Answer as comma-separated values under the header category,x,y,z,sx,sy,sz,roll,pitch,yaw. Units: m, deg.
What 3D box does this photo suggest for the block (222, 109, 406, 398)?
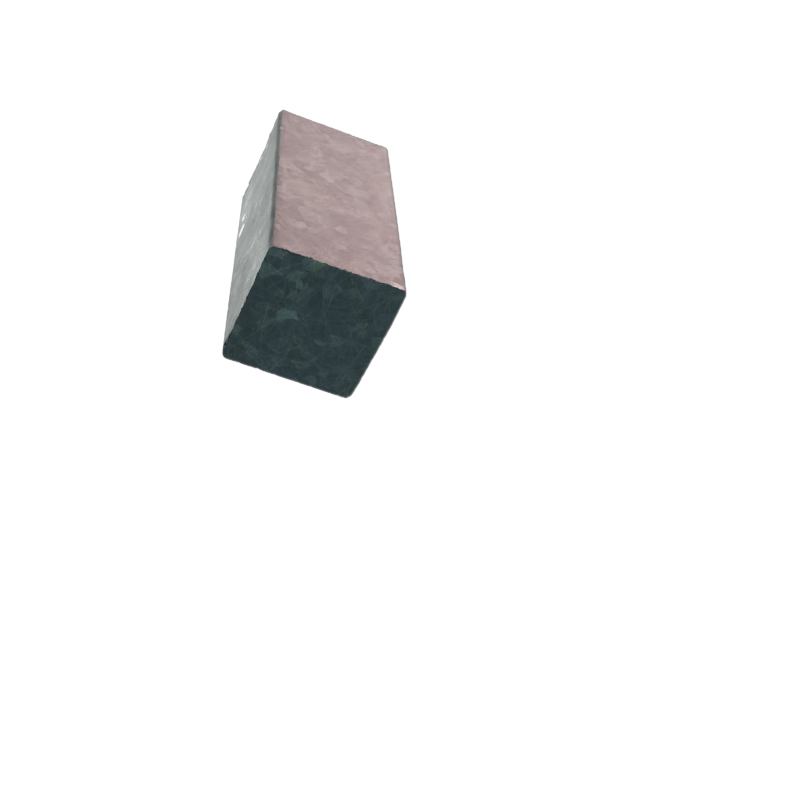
category,x,y,z,sx,sy,sz,roll,pitch,yaw
block,-0.060,-0.108,0.764,0.088,0.087,0.220,18,32,-16
